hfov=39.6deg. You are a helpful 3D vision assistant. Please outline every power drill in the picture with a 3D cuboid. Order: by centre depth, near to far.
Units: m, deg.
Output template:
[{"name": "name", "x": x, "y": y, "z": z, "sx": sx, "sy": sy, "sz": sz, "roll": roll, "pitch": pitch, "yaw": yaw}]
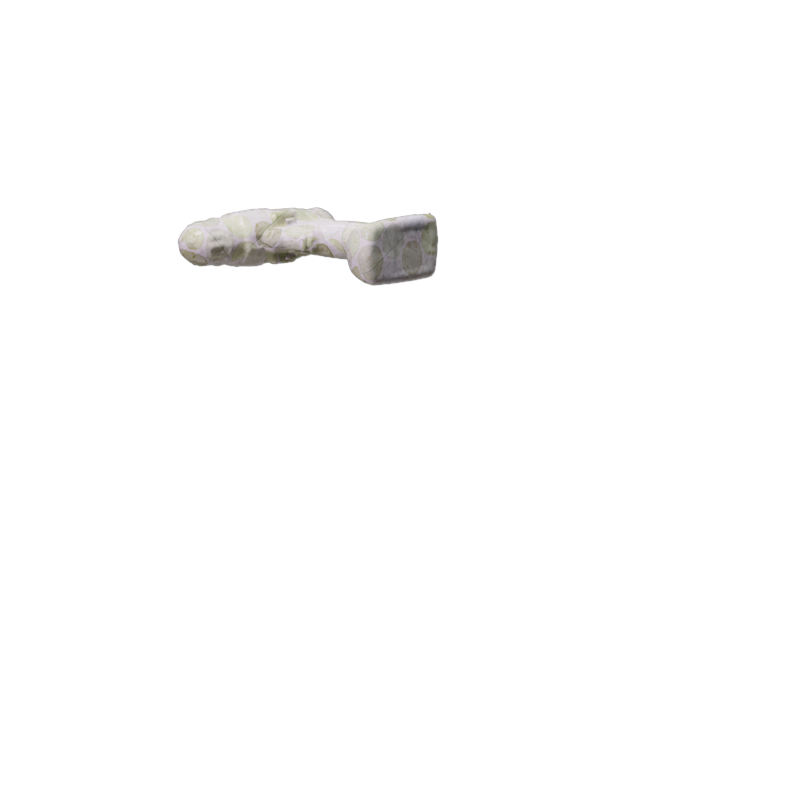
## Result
[{"name": "power drill", "x": -0.077, "y": -0.140, "z": 0.978, "sx": 0.197, "sy": 0.056, "sz": 0.181, "roll": 13, "pitch": 21, "yaw": 38}]
